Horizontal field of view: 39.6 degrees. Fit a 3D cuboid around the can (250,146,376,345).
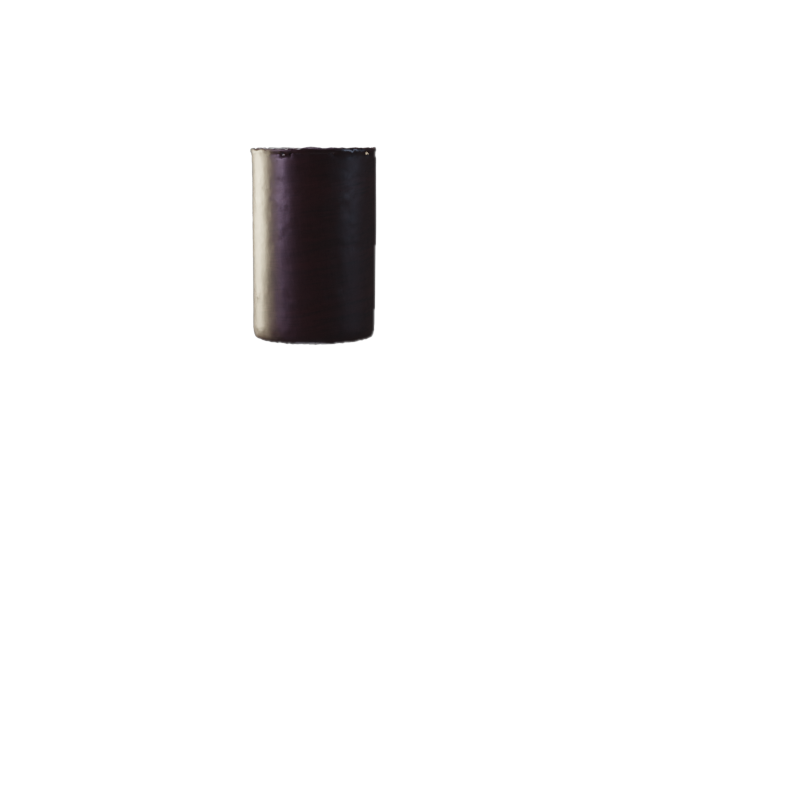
[{"bbox_3d":[-0.047,-0.086,0.600,0.068,0.101,0.070,0,7,-2],"label":"can"}]
